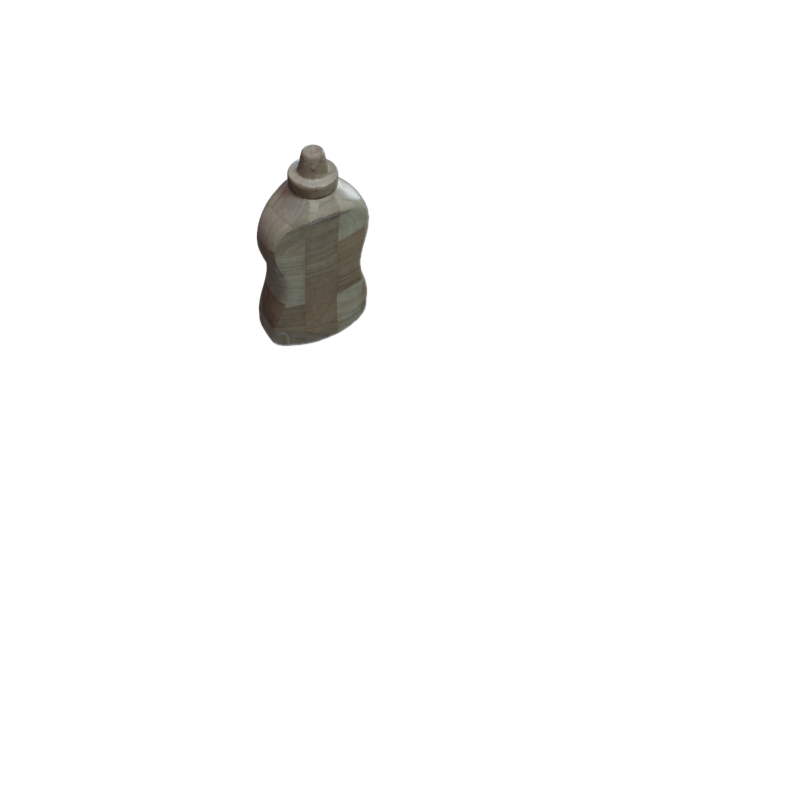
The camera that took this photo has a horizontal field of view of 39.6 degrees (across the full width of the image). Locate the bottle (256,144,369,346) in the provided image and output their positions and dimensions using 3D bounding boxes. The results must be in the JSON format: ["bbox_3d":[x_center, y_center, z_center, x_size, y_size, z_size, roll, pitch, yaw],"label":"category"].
[{"bbox_3d":[-0.073,-0.133,0.930,0.095,0.179,0.063,-20,51,-20],"label":"bottle"}]
